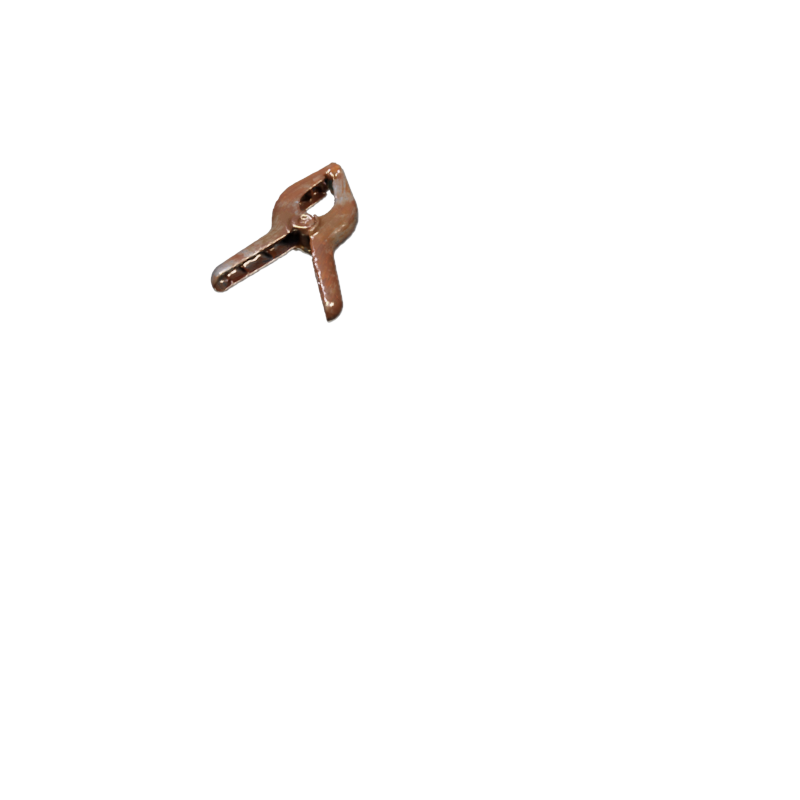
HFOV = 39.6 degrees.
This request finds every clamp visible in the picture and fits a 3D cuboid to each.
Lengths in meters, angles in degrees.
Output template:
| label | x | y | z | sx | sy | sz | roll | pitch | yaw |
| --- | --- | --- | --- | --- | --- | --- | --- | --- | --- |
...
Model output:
| label | x | y | z | sx | sy | sz | roll | pitch | yaw |
| --- | --- | --- | --- | --- | --- | --- | --- | --- | --- |
| clamp | -0.078 | -0.142 | 0.993 | 0.124 | 0.177 | 0.037 | 24 | -30 | 15 |
